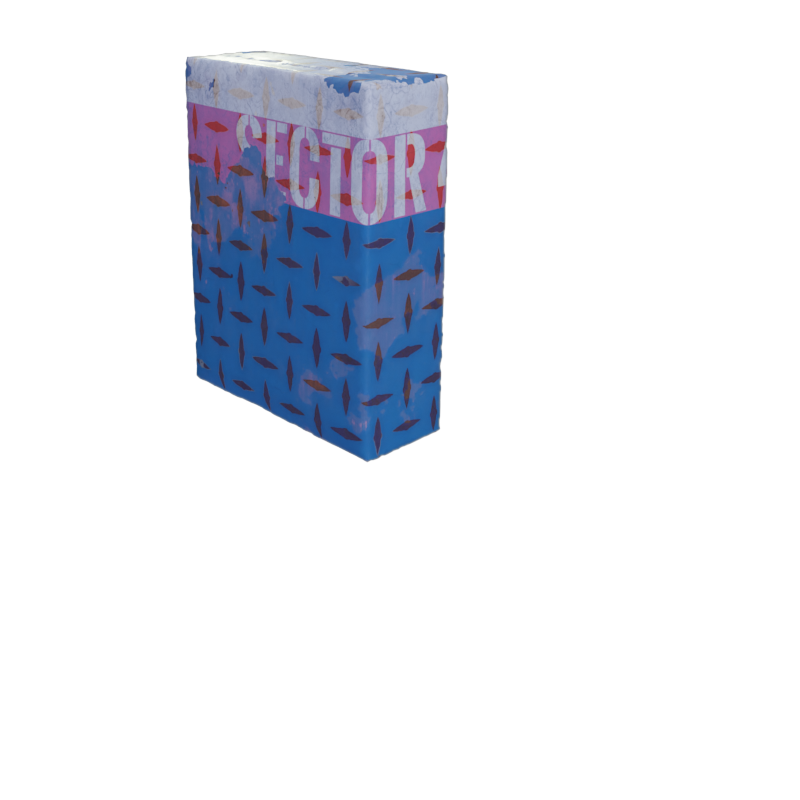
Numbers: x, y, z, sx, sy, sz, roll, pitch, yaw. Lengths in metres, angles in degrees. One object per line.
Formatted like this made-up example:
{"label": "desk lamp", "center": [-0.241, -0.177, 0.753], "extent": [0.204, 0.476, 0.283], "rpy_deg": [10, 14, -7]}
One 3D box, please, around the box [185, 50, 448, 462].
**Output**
{"label": "box", "center": [-0.052, -0.095, 0.665], "extent": [0.070, 0.205, 0.174], "rpy_deg": [-15, 25, -41]}
